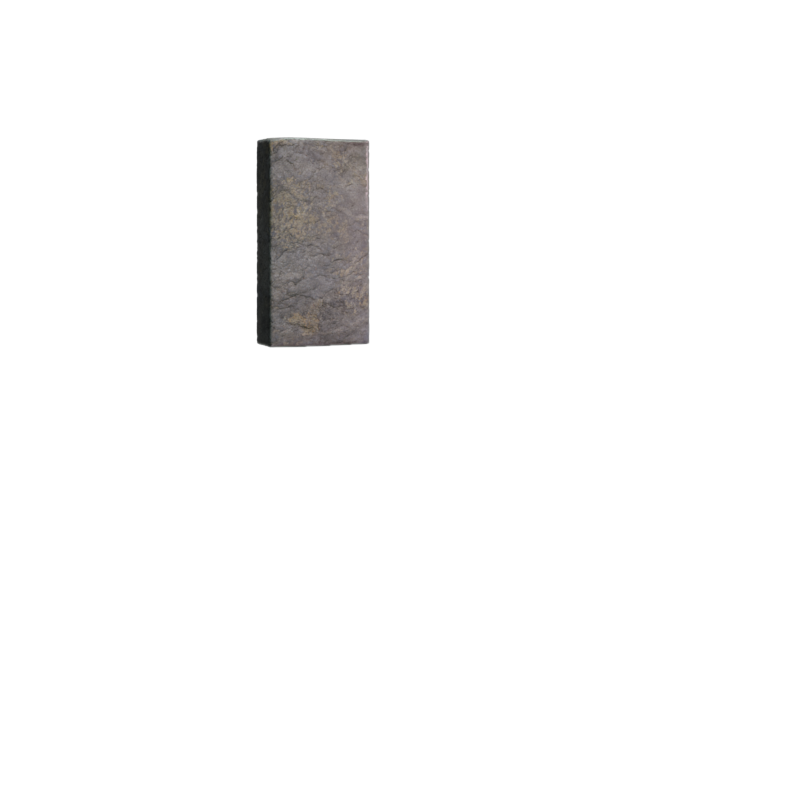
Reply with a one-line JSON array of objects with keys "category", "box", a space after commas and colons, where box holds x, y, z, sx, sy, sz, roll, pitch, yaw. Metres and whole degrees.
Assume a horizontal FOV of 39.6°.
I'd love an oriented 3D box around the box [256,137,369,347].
[{"category": "box", "box": [-0.074, -0.136, 0.950, 0.091, 0.175, 0.050, -1, 3, -21]}]
